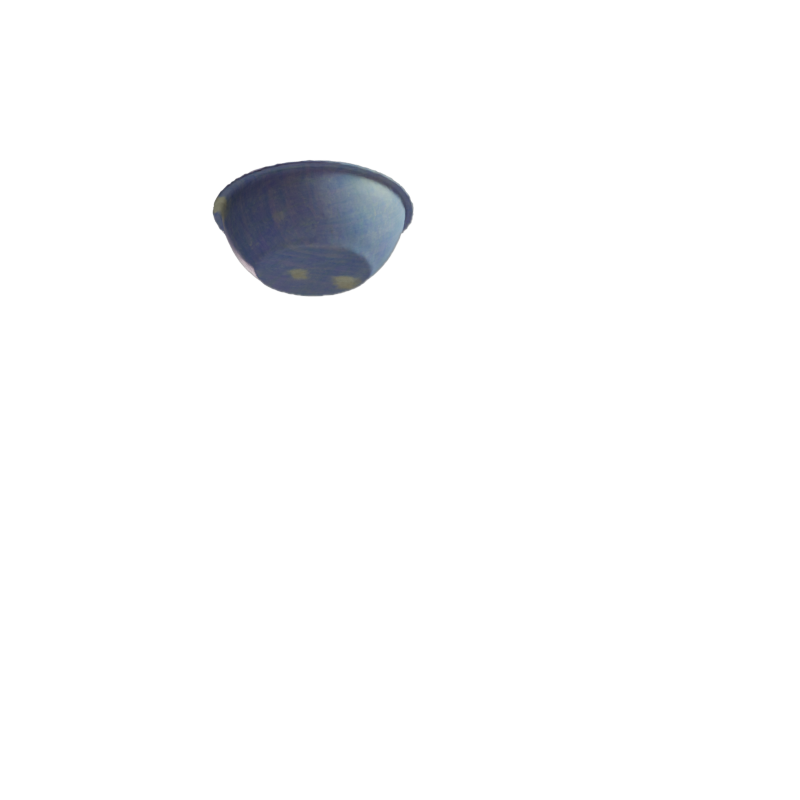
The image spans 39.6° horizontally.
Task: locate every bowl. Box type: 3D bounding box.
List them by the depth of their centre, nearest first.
[{"bbox_3d":[-0.069,-0.126,0.880,0.162,0.058,0.154,1,-21,-2],"label":"bowl"}]
